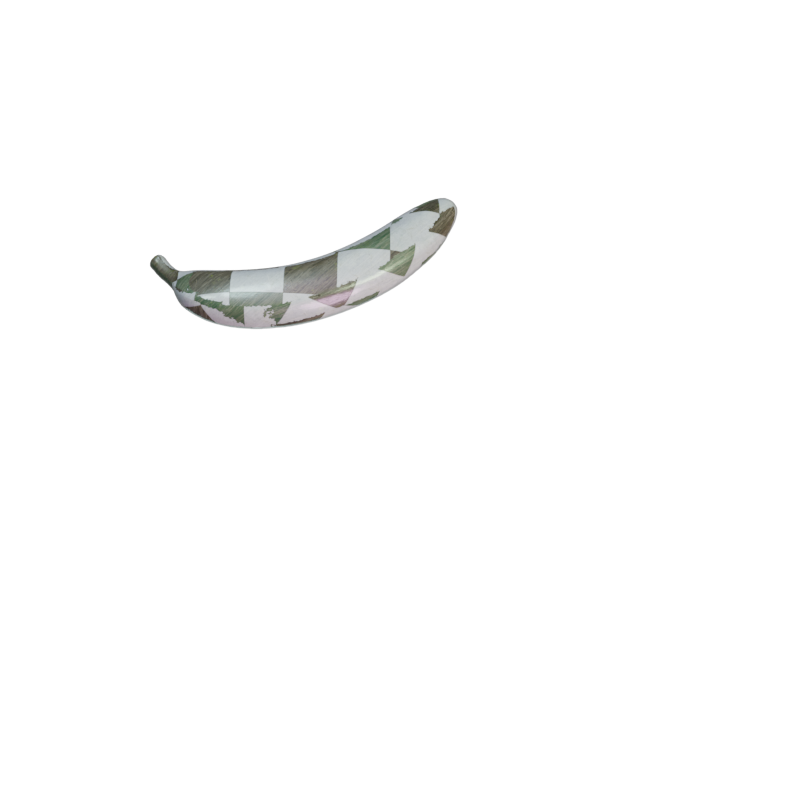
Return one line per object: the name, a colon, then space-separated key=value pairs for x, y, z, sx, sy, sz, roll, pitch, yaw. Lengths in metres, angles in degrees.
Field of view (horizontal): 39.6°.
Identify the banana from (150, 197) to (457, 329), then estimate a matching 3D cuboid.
banana: x=-0.054 y=-0.081 z=0.683 sx=0.197 sy=0.074 sz=0.035 roll=-11 pitch=-25 yaw=-6
